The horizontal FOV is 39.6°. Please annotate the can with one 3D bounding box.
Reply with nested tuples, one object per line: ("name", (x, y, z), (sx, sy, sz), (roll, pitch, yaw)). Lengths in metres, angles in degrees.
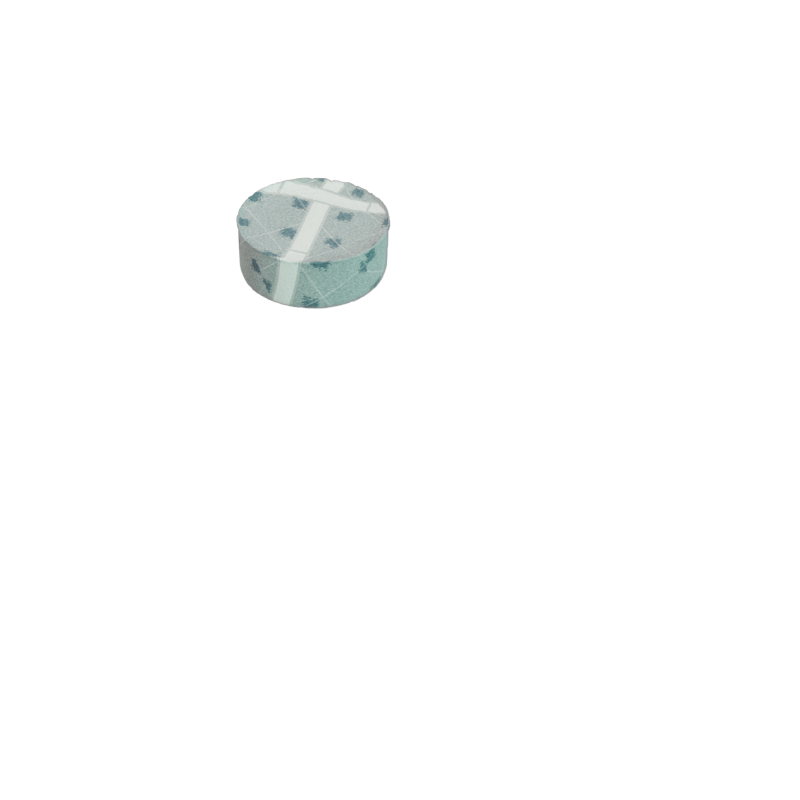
("can", (-0.049, -0.089, 0.626), (0.086, 0.031, 0.092), (-1, 40, -2))
